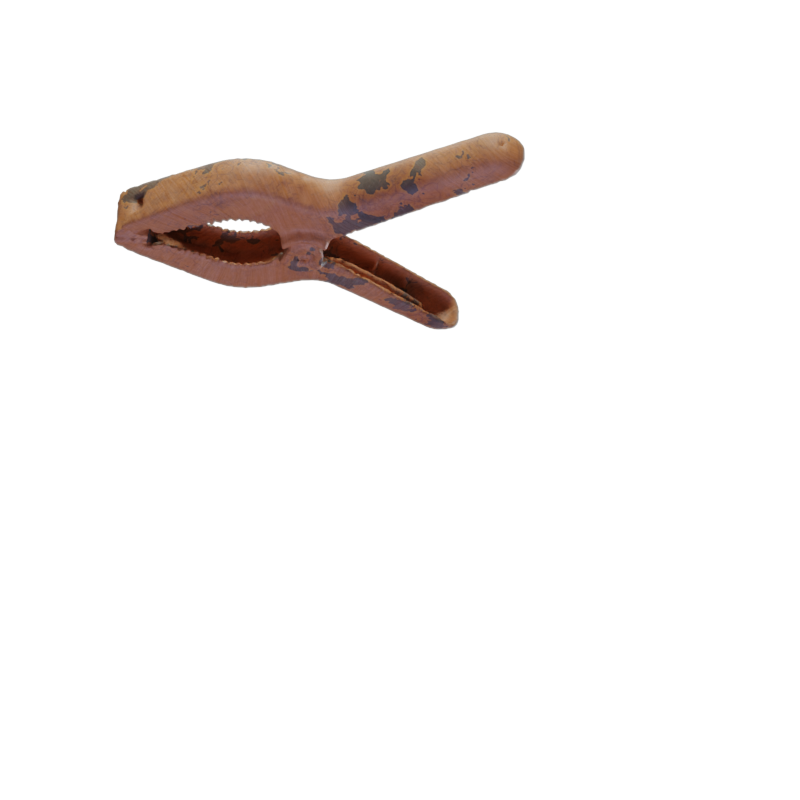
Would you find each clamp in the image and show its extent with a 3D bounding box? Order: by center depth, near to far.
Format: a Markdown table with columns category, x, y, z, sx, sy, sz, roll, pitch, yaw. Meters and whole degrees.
| category | x | y | z | sx | sy | sz | roll | pitch | yaw |
| --- | --- | --- | --- | --- | --- | --- | --- | --- | --- |
| clamp | -0.048 | -0.087 | 0.607 | 0.210 | 0.039 | 0.154 | 0 | -31 | -1 |
